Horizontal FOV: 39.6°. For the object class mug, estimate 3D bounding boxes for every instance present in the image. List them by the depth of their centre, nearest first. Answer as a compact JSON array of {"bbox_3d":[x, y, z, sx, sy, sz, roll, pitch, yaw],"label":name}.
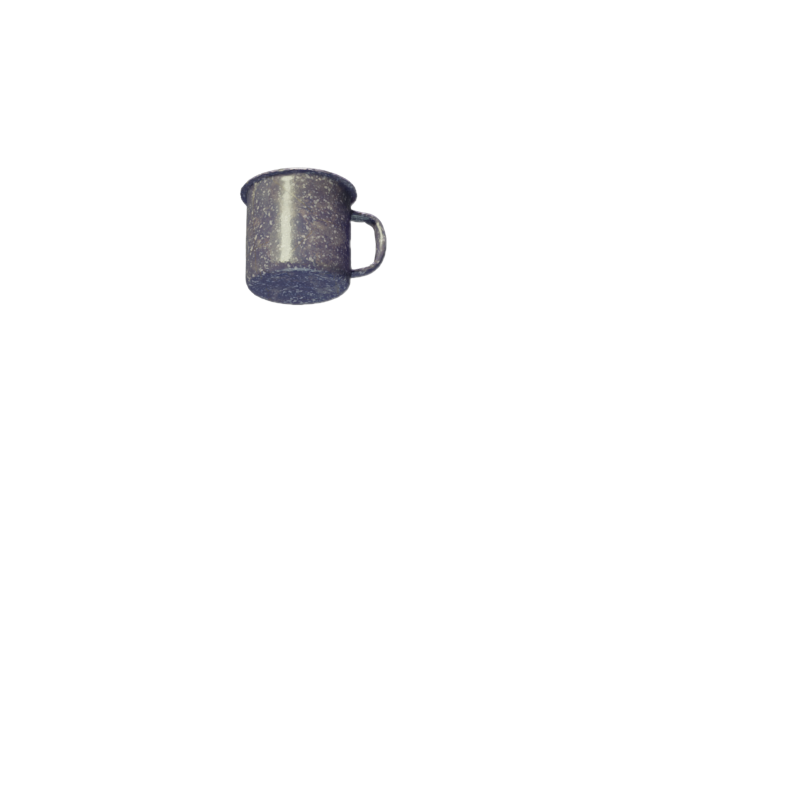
[{"bbox_3d":[-0.068,-0.124,0.868,0.115,0.086,0.091,4,-20,-14],"label":"mug"}]
